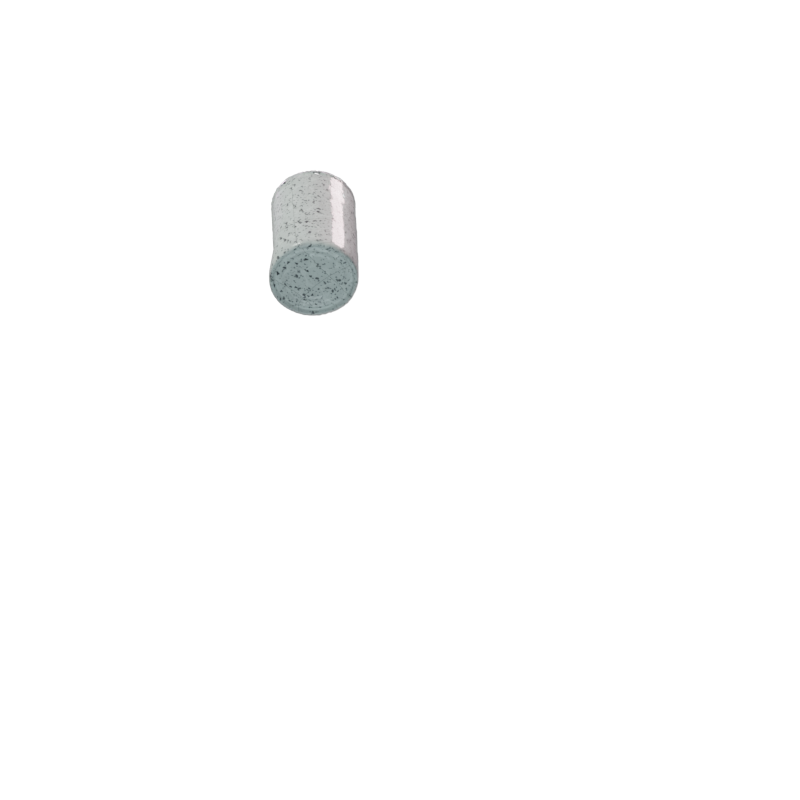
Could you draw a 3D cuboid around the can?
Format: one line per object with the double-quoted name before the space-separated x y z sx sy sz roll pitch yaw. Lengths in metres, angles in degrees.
"can" -0.066 -0.121 0.848 0.068 0.064 0.109 -1 39 -3
